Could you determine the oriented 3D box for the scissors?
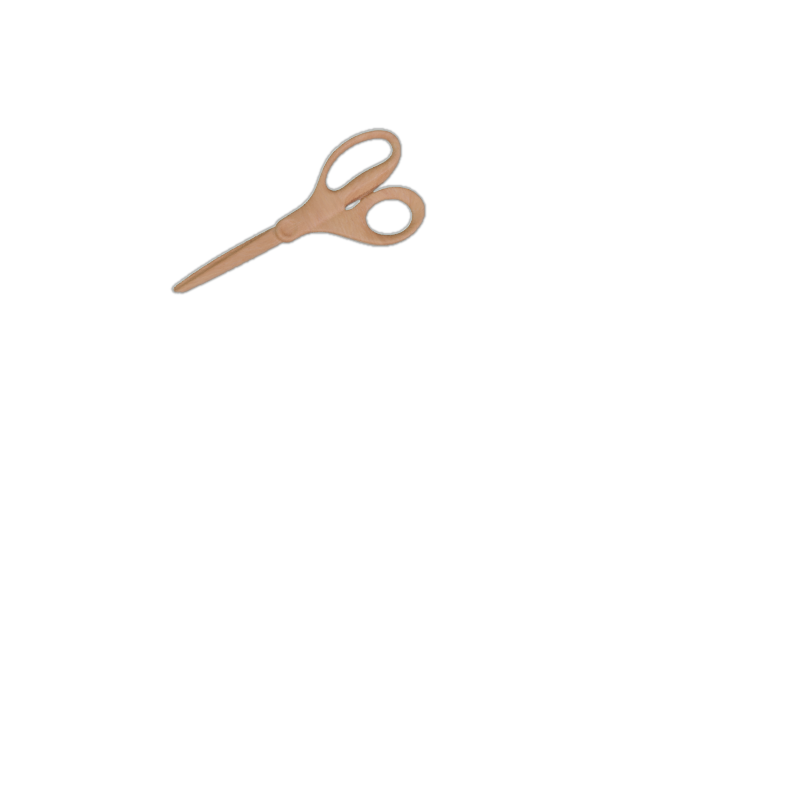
[{"bbox_3d":[-0.065,-0.118,0.830,0.202,0.098,0.015,-45,-6,-6],"label":"scissors"}]
